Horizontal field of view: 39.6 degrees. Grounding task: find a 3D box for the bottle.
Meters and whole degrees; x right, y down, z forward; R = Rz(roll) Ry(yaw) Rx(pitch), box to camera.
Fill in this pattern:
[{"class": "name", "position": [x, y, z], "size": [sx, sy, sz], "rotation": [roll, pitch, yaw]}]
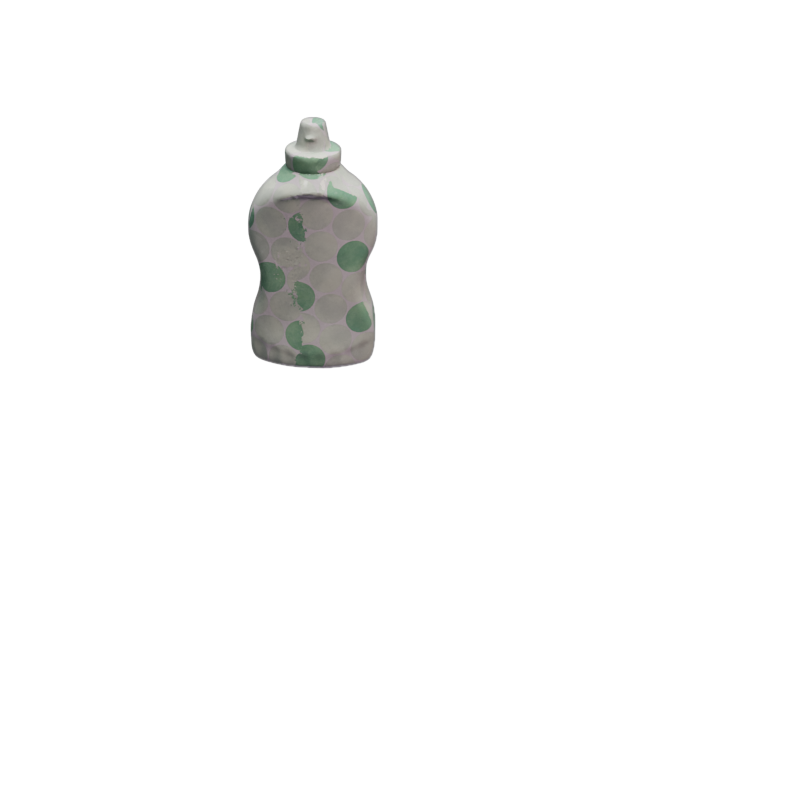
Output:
[{"class": "bottle", "position": [-0.065, -0.118, 0.830], "size": [0.097, 0.181, 0.061], "rotation": [4, 27, 3]}]
